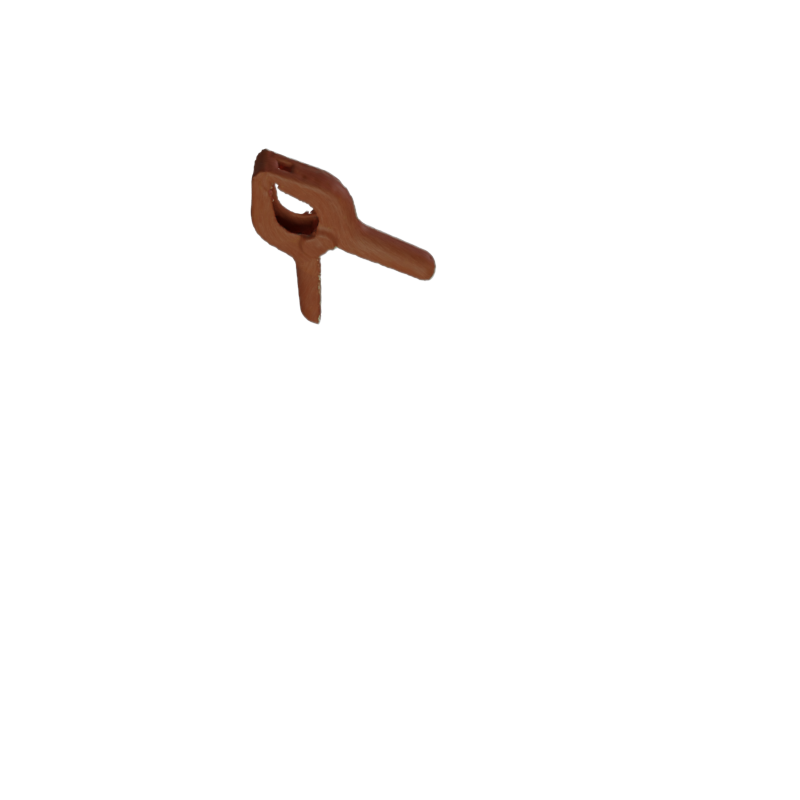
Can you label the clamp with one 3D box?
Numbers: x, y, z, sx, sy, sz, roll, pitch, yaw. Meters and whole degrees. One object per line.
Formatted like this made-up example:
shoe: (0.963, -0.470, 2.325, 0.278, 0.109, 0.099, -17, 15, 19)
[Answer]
clamp: (-0.067, -0.123, 0.858, 0.119, 0.042, 0.161, -33, -56, 25)
